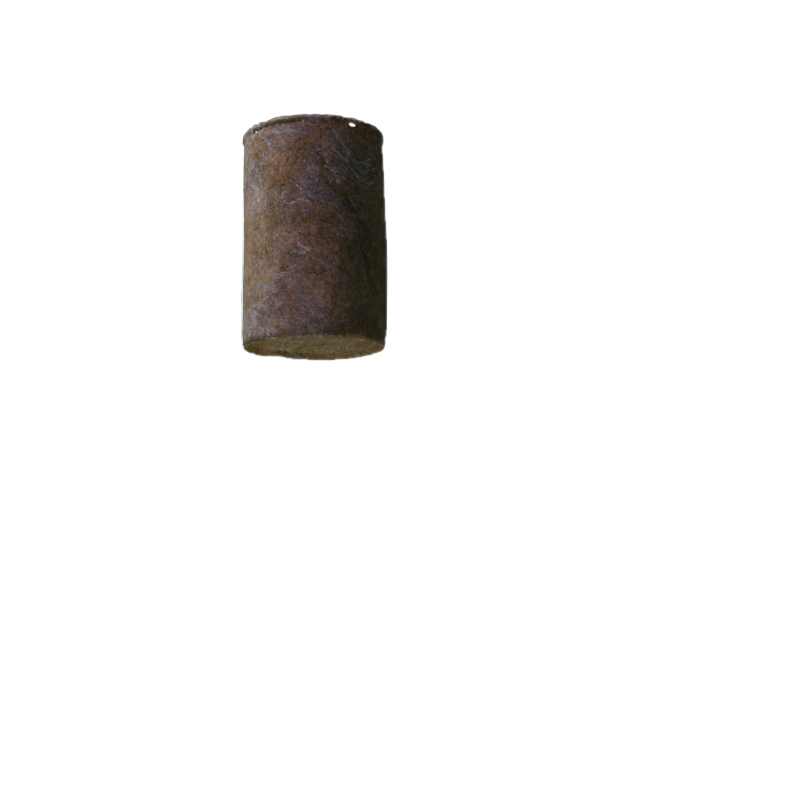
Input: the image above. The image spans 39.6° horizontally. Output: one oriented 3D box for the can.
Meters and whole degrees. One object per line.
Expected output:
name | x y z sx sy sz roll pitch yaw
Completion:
can | -0.041 -0.074 0.518 0.068 0.106 0.066 0 -13 -2
